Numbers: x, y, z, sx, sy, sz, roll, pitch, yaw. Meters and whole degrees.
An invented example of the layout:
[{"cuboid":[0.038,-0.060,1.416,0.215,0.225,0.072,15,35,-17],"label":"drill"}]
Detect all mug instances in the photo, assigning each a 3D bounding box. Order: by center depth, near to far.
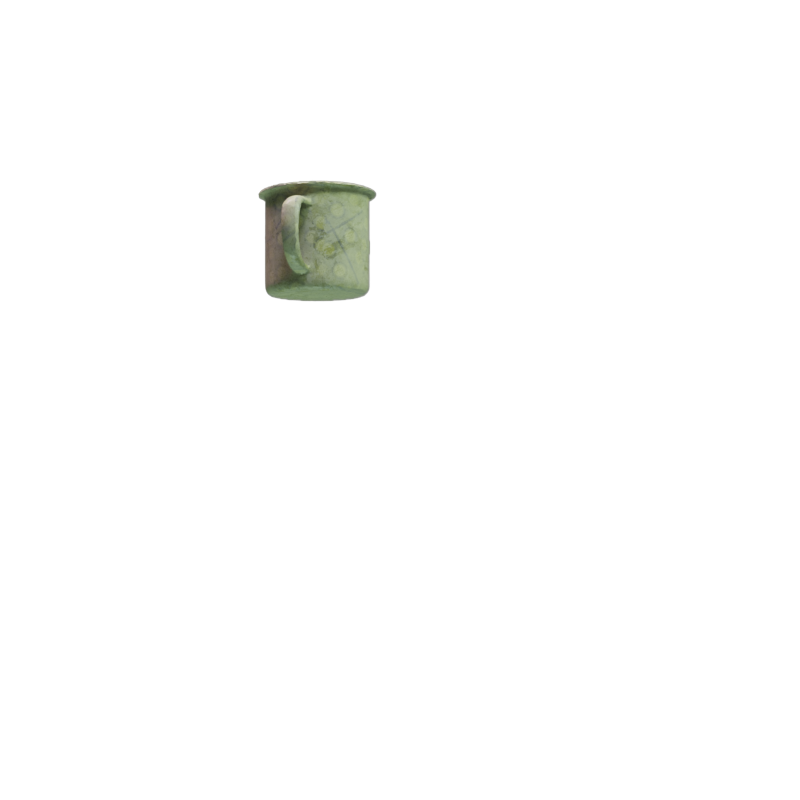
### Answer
[{"cuboid":[-0.067,-0.122,0.855,0.095,0.083,0.113,-1,-5,12],"label":"mug"}]
